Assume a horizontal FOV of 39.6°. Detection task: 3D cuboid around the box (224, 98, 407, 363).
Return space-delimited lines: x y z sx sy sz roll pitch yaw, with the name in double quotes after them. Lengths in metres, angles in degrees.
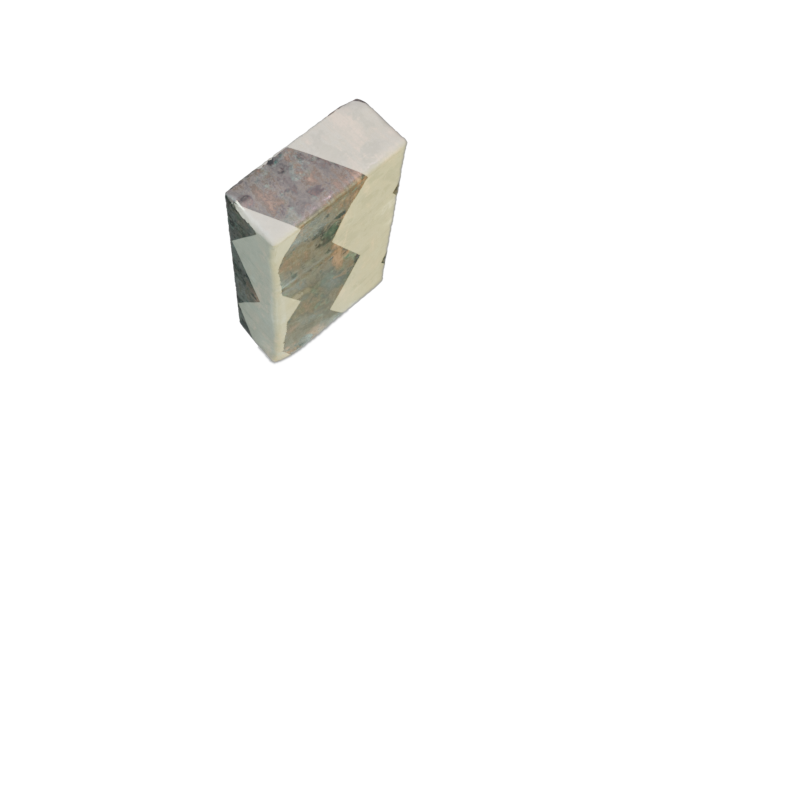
-0.049 -0.090 0.631 0.094 0.050 0.167 -40 -14 -17 "box"
